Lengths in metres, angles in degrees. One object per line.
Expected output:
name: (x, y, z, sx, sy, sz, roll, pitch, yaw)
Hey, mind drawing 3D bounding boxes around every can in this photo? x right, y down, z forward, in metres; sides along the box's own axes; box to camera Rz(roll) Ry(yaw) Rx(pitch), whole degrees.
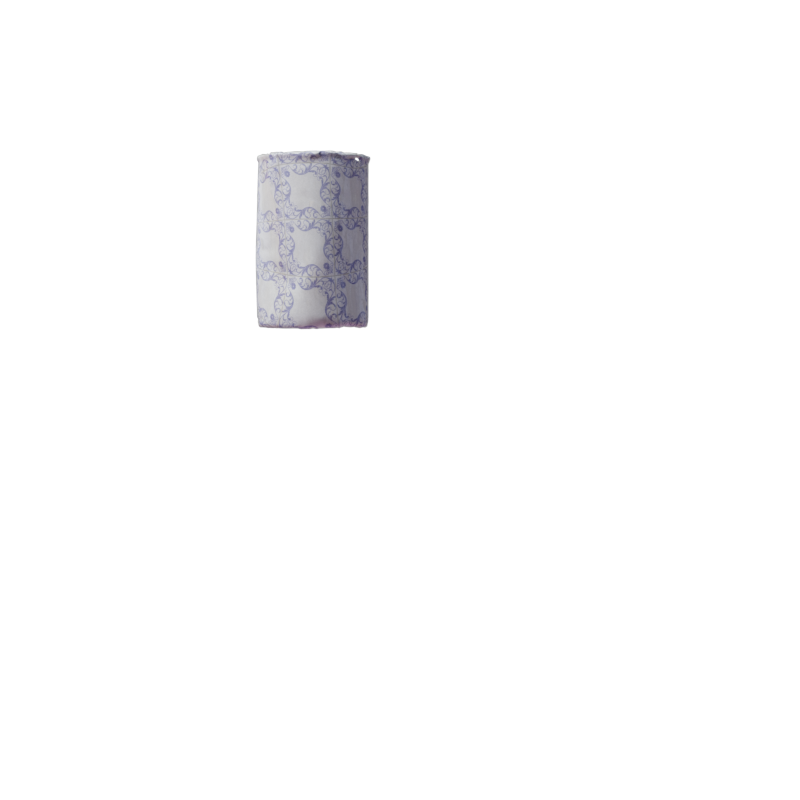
can: (-0.052, -0.095, 0.662, 0.068, 0.103, 0.068, 0, 0, -2)
